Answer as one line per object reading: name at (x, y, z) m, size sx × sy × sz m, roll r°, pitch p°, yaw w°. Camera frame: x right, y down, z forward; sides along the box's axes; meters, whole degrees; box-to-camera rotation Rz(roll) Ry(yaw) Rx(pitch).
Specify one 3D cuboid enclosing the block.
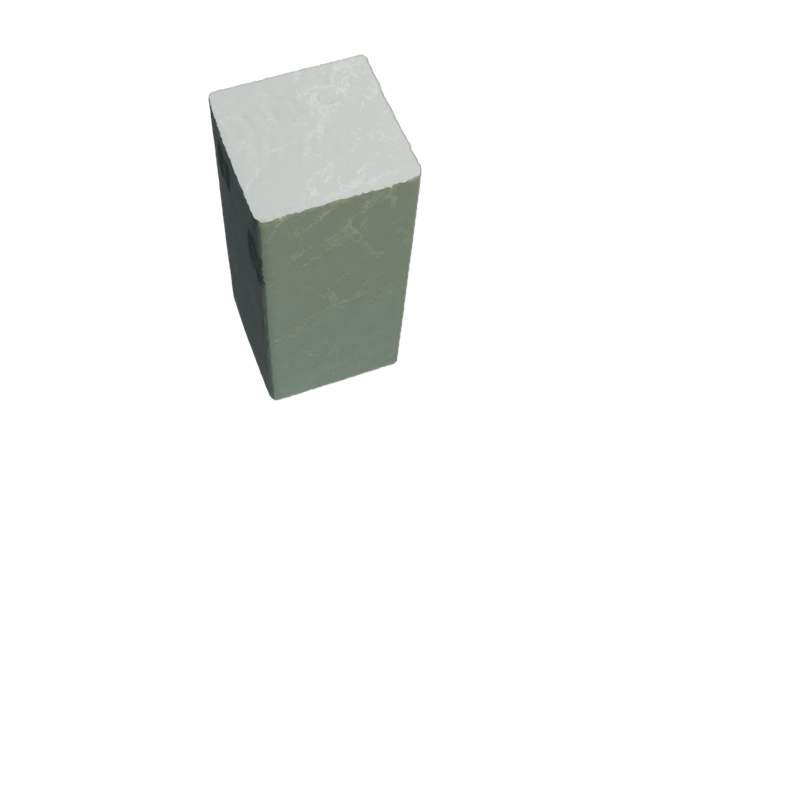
block at (-0.051, -0.092, 0.651) m, size 0.090 × 0.096 × 0.194 m, roll -17°, pitch -26°, yaw -12°
